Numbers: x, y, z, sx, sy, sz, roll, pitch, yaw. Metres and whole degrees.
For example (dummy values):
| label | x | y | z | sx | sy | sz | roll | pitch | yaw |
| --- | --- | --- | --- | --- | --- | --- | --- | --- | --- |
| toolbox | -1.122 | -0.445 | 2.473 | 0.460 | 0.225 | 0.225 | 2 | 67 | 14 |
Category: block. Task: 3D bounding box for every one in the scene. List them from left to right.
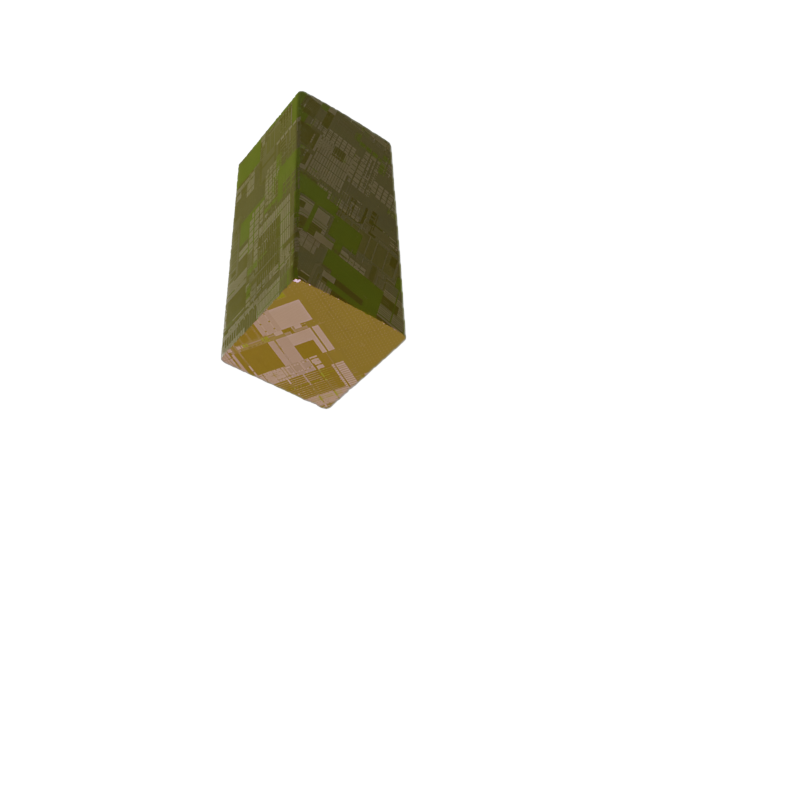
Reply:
| label | x | y | z | sx | sy | sz | roll | pitch | yaw |
| --- | --- | --- | --- | --- | --- | --- | --- | --- | --- |
| block | -0.061 | -0.112 | 0.786 | 0.086 | 0.221 | 0.089 | 27 | -52 | -27 |
